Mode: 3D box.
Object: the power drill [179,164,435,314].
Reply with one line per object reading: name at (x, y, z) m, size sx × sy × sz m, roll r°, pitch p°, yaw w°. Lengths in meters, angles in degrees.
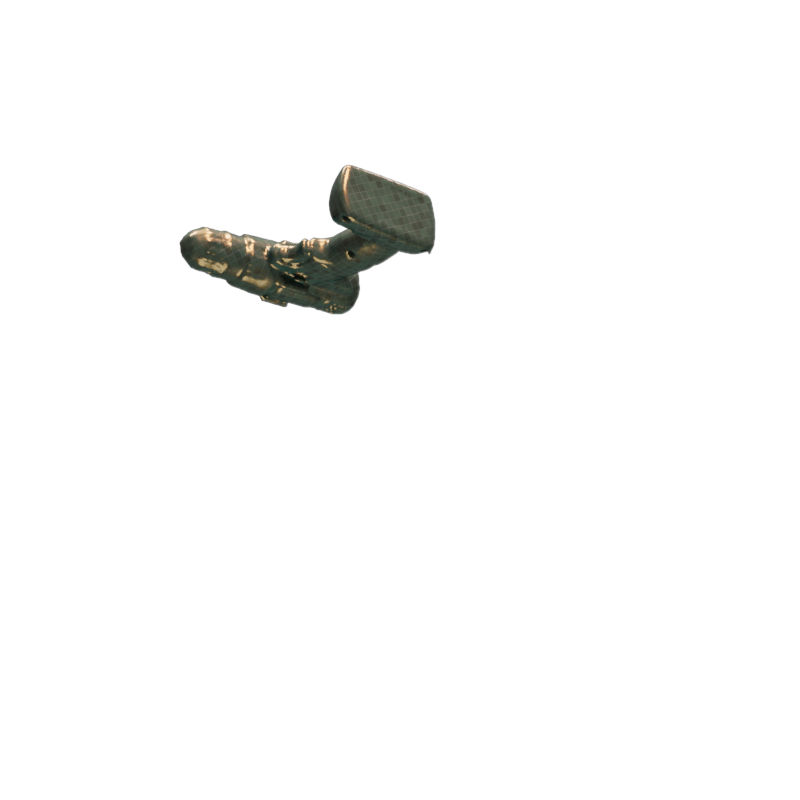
power drill at (-0.076, -0.139, 0.971) m, size 0.175 × 0.060 × 0.188 m, roll 14°, pitch -23°, yaw -35°
